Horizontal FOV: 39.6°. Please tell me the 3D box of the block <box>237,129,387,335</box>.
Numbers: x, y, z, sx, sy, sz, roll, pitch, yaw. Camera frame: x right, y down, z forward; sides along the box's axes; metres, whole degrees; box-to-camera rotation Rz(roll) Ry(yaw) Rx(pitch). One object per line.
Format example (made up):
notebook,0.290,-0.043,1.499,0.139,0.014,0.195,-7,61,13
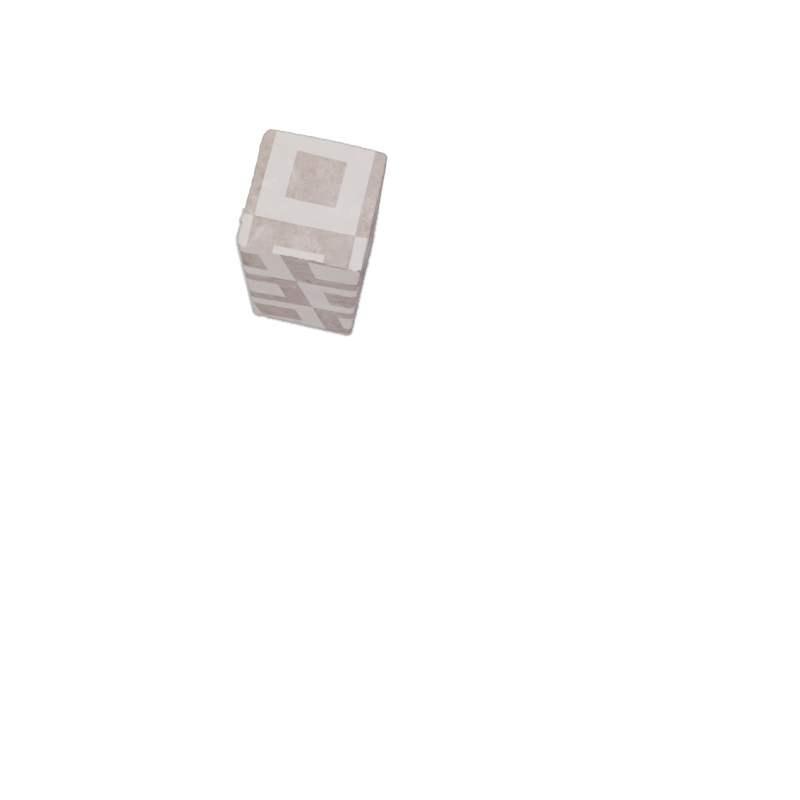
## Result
block,-0.068,-0.123,0.859,0.090,0.093,0.200,13,-11,-1
